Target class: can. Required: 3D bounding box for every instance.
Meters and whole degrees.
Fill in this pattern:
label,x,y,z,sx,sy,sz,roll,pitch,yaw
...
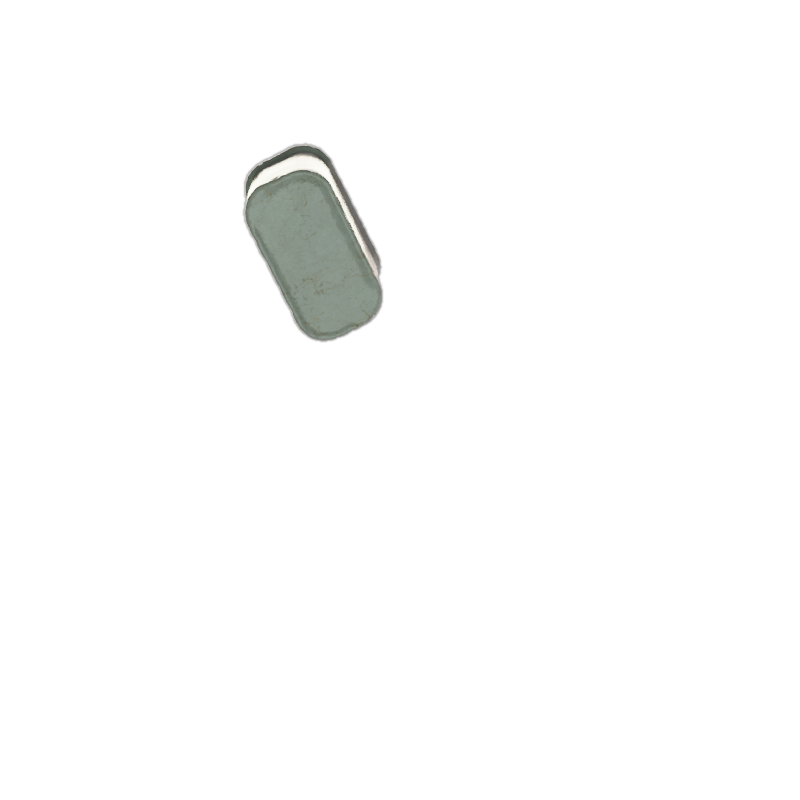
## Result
label,x,y,z,sx,sy,sz,roll,pitch,yaw
can,-0.051,-0.092,0.646,0.057,0.099,0.087,-26,15,5
